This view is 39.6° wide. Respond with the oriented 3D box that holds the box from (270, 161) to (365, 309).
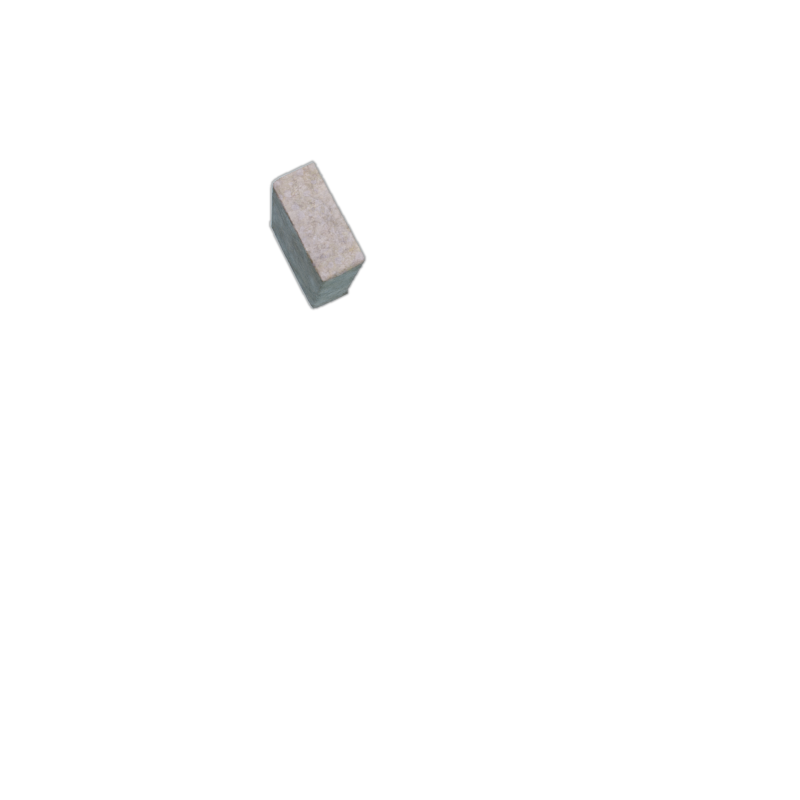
[{"bbox_3d":[-0.075,-0.136,0.955,0.048,0.095,0.174,-27,-2,-5],"label":"box"}]
